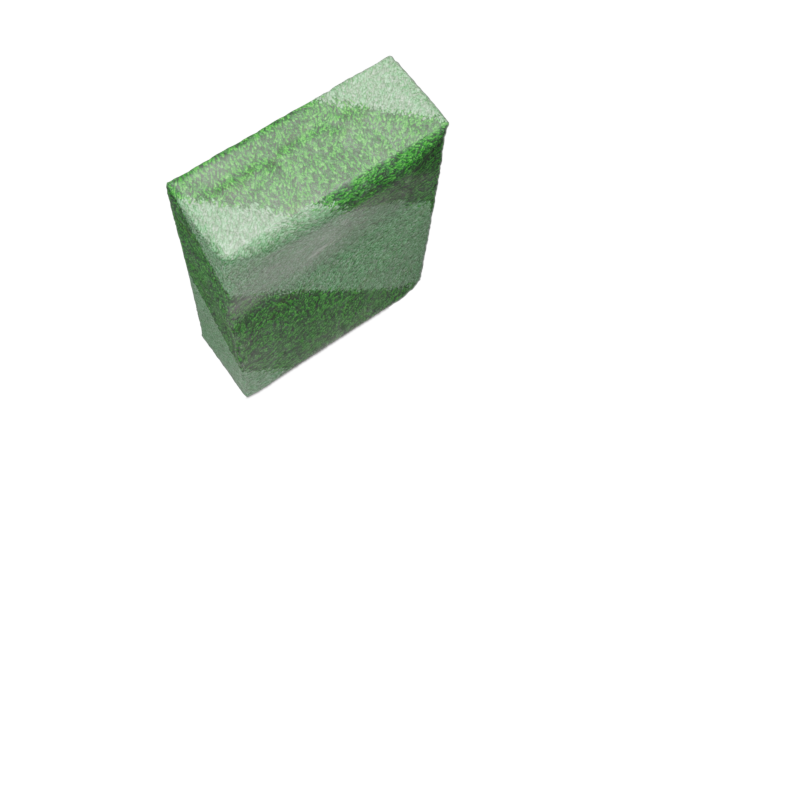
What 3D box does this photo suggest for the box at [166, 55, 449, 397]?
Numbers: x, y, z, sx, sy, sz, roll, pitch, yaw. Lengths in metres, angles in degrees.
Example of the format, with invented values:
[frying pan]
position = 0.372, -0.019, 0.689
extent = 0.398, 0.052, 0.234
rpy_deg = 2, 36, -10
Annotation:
[box]
position = -0.058, -0.105, 0.735
extent = 0.165, 0.075, 0.203
rpy_deg = -34, -16, -16
